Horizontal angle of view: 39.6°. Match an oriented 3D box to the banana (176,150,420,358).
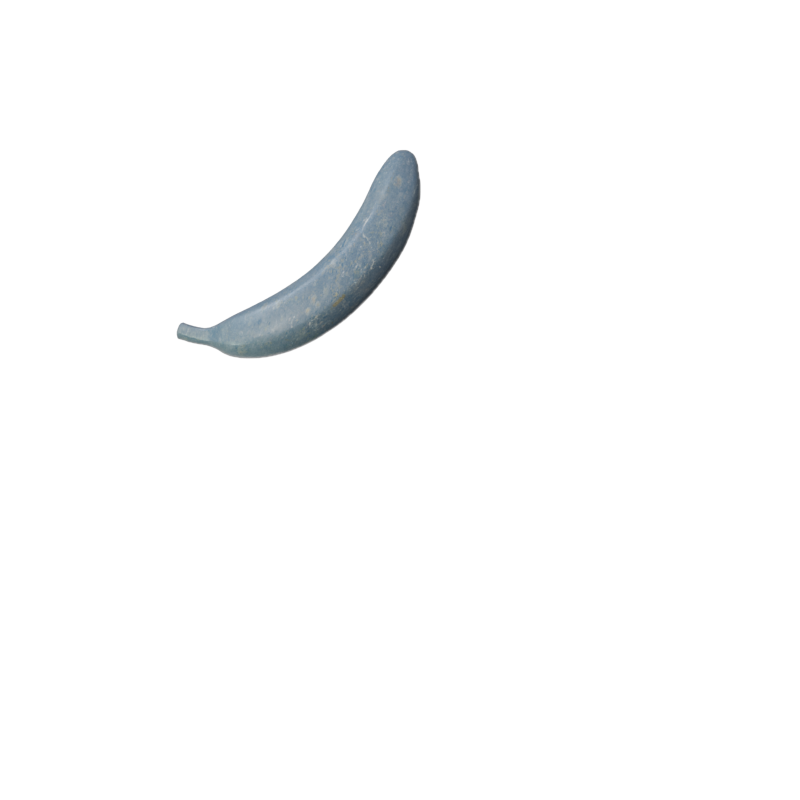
[{"bbox_3d":[-0.045,-0.085,0.693,0.199,0.073,0.035,-41,-19,-19],"label":"banana"}]
